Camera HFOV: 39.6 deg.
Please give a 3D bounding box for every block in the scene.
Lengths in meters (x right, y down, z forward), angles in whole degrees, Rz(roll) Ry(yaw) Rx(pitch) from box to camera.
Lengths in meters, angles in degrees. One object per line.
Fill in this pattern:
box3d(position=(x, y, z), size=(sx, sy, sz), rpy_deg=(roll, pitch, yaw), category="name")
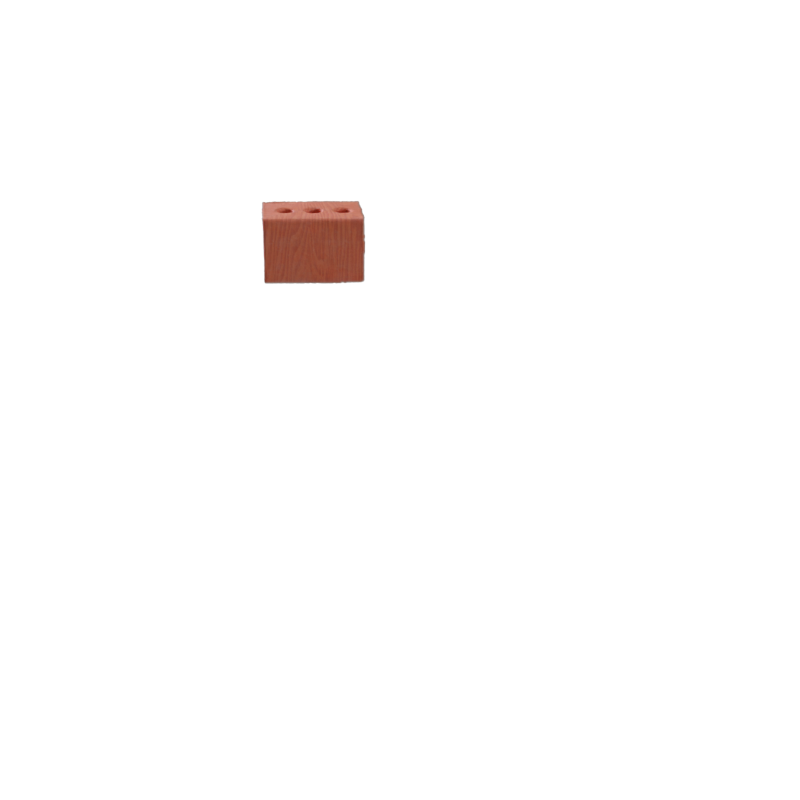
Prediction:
box3d(position=(-0.066, -0.120, 0.843), size=(0.078, 0.049, 0.055), rpy_deg=(-1, 20, -4), category="block")
